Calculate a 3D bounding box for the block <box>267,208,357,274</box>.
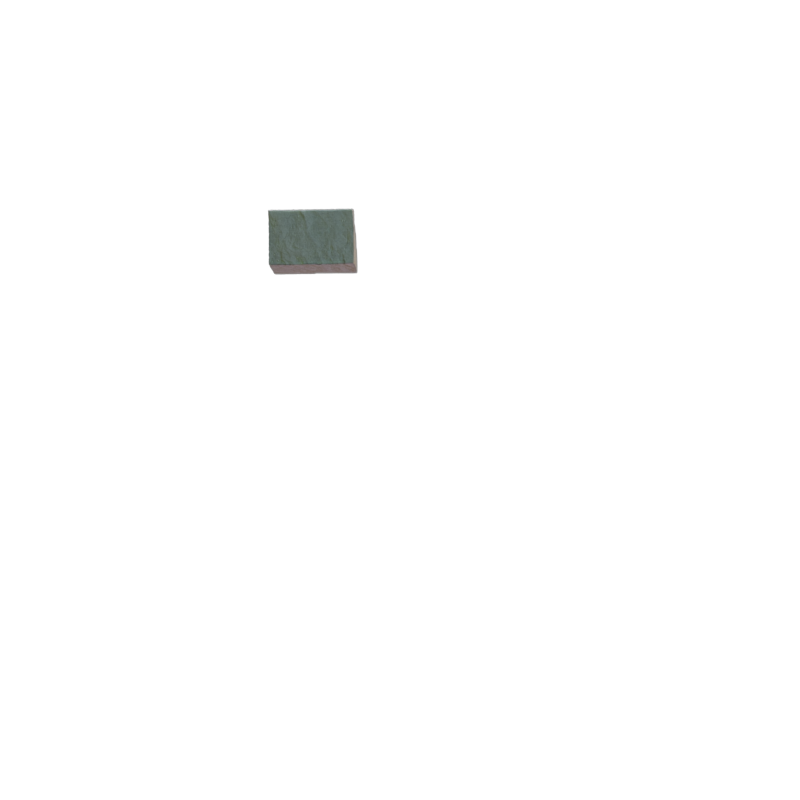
[{"bbox_3d":[-0.078,-0.142,0.993,0.078,0.052,0.051,0,-7,2],"label":"block"}]
